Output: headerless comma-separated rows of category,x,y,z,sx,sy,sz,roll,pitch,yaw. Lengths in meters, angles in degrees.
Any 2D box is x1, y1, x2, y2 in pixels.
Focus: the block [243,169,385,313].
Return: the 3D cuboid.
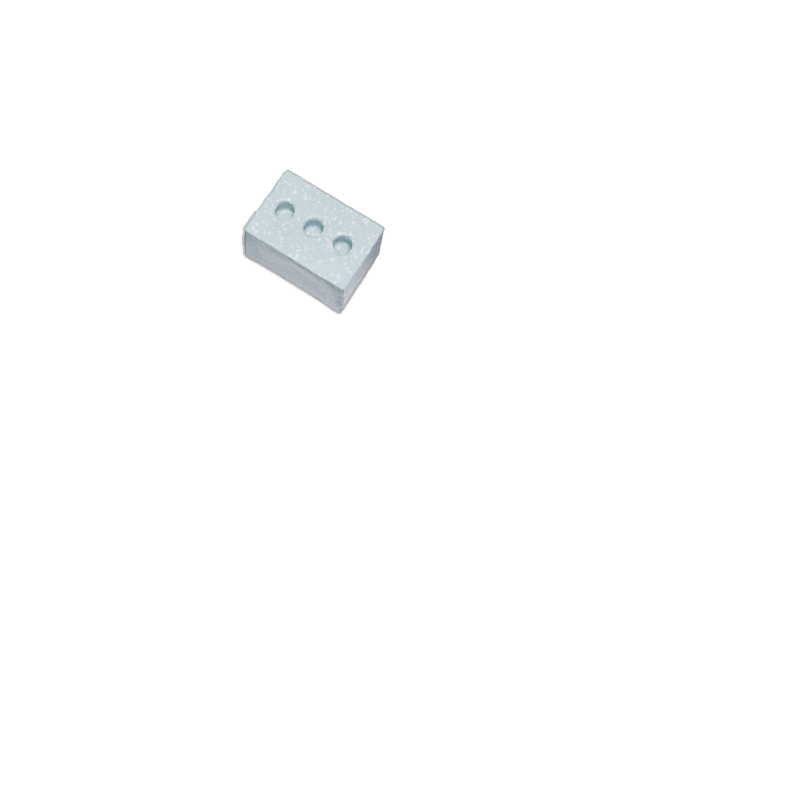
block,-0.057,-0.104,0.726,0.080,0.054,0.049,31,-16,9
